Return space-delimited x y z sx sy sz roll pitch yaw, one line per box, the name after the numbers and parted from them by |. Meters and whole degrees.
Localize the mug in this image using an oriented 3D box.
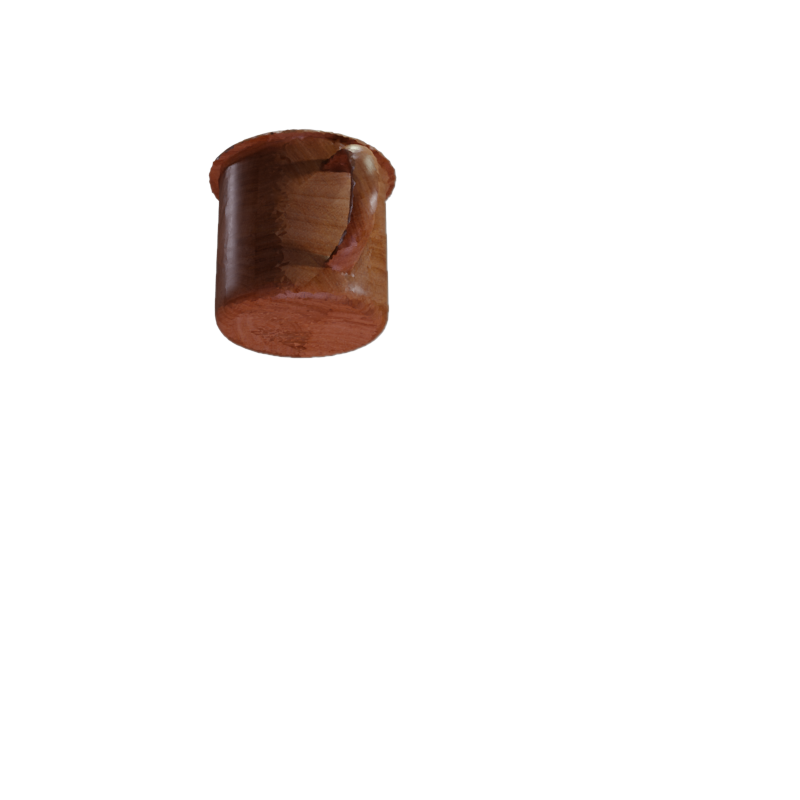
-0.041 -0.075 0.523 0.089 0.086 0.116 12 -26 -27 | mug
